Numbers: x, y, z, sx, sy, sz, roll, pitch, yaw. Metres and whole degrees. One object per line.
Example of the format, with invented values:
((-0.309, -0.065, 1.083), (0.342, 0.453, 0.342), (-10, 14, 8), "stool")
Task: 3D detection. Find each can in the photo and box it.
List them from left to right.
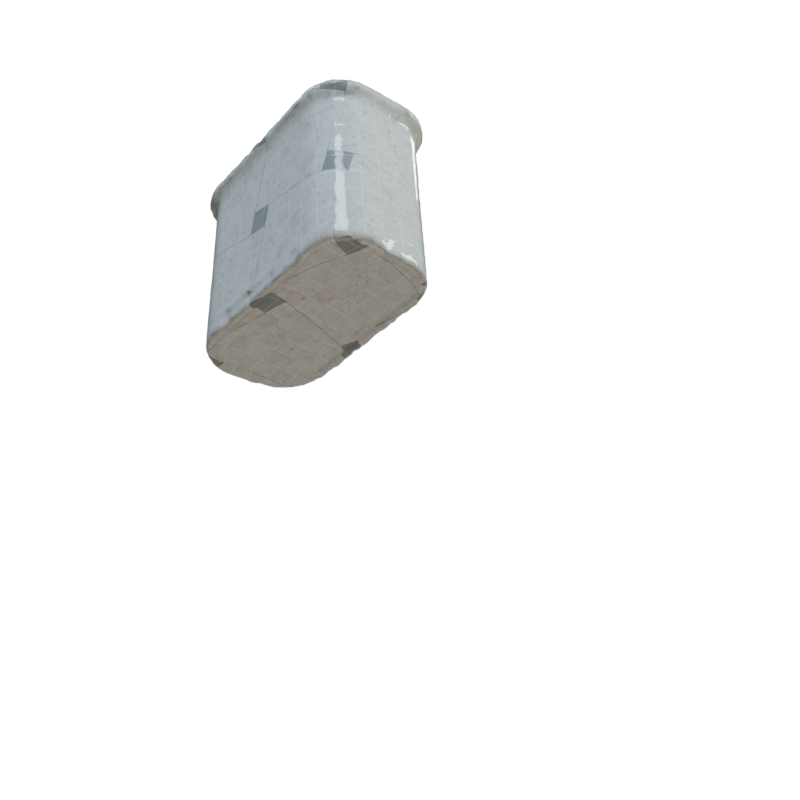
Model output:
((-0.035, -0.064, 0.449), (0.054, 0.090, 0.100), (25, -46, -31), "can")
